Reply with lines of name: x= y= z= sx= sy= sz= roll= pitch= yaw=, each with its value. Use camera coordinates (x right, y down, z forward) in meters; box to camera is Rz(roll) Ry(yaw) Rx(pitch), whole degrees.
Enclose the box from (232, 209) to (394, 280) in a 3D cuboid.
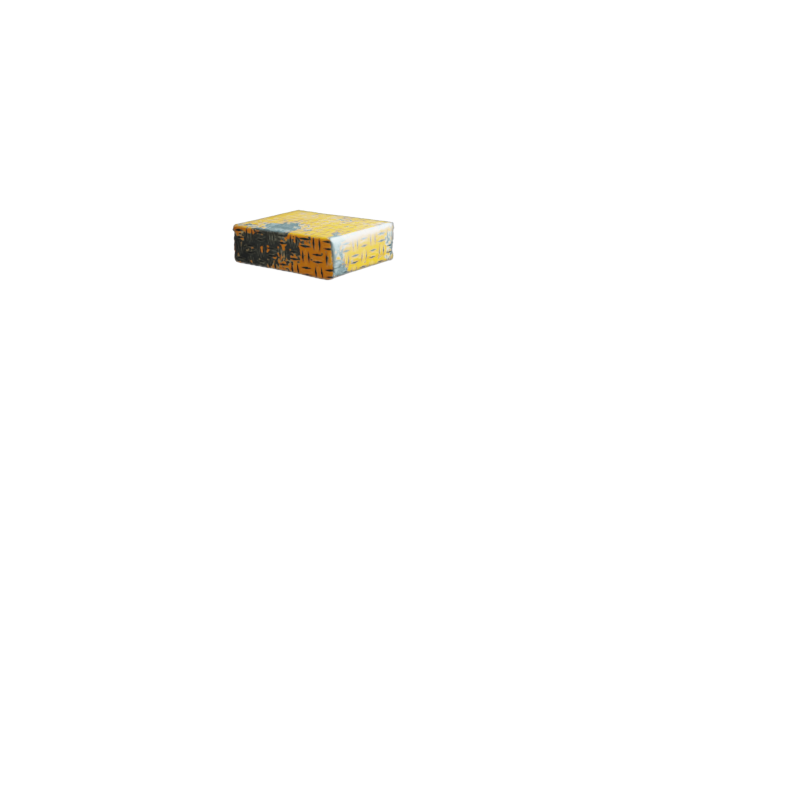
box: x=-0.076 y=-0.138 z=0.967 sx=0.119 sy=0.037 sz=0.089 roll=15 pitch=25 yaw=35
